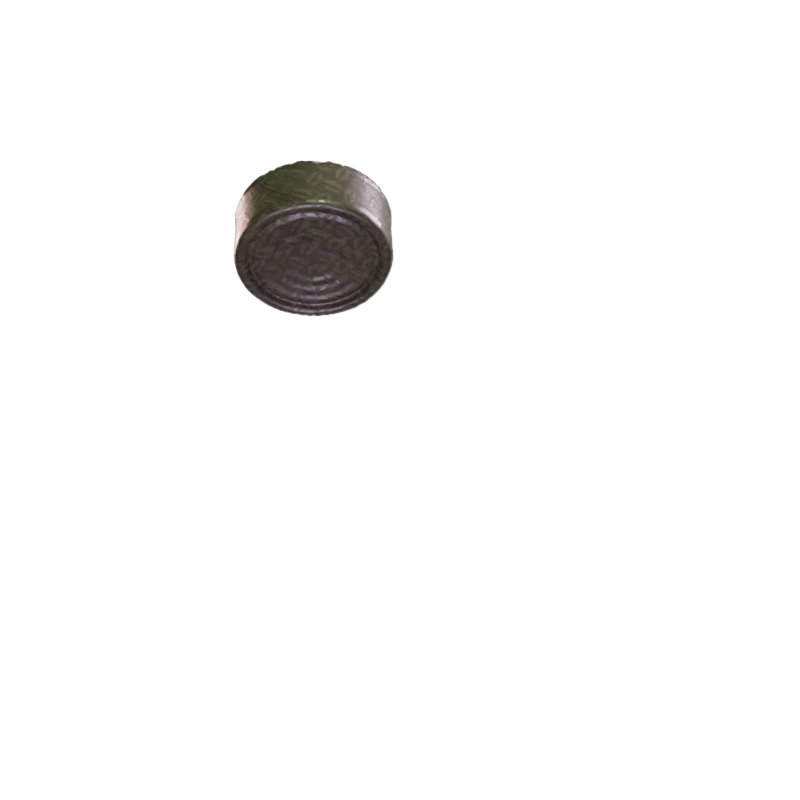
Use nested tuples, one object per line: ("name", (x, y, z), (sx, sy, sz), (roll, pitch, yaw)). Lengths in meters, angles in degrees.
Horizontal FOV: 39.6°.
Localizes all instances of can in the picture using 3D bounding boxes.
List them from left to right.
("can", (-0.047, -0.085, 0.594), (0.086, 0.036, 0.080), (1, -43, -1))
